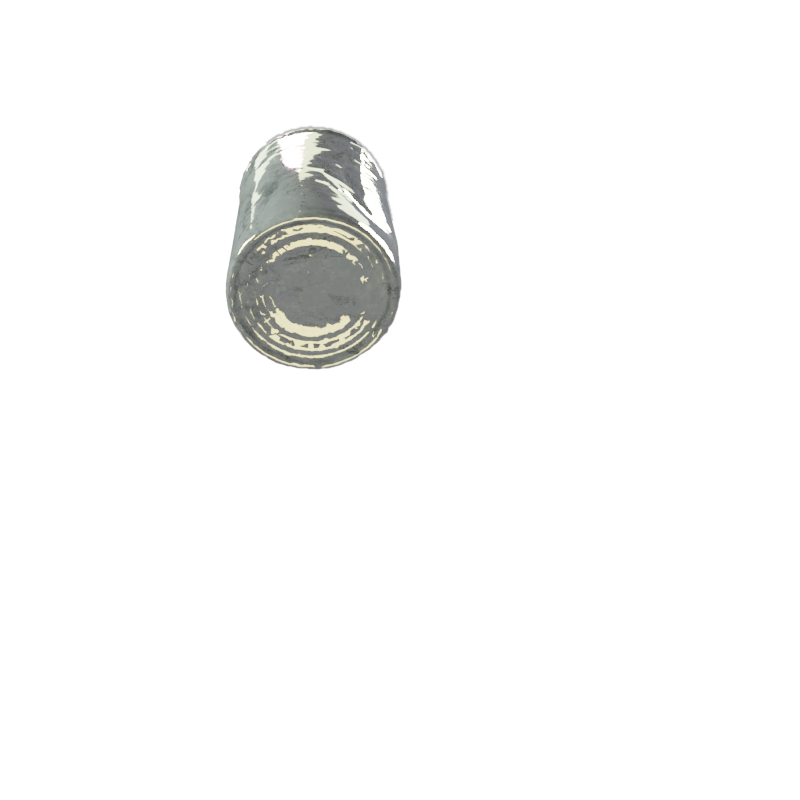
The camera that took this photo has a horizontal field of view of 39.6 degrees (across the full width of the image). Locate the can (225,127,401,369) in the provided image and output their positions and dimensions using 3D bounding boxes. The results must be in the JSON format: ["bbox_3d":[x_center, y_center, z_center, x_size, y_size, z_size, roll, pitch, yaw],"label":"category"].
[{"bbox_3d":[-0.036,-0.066,0.463,0.068,0.065,0.108,0,29,-3],"label":"can"}]
